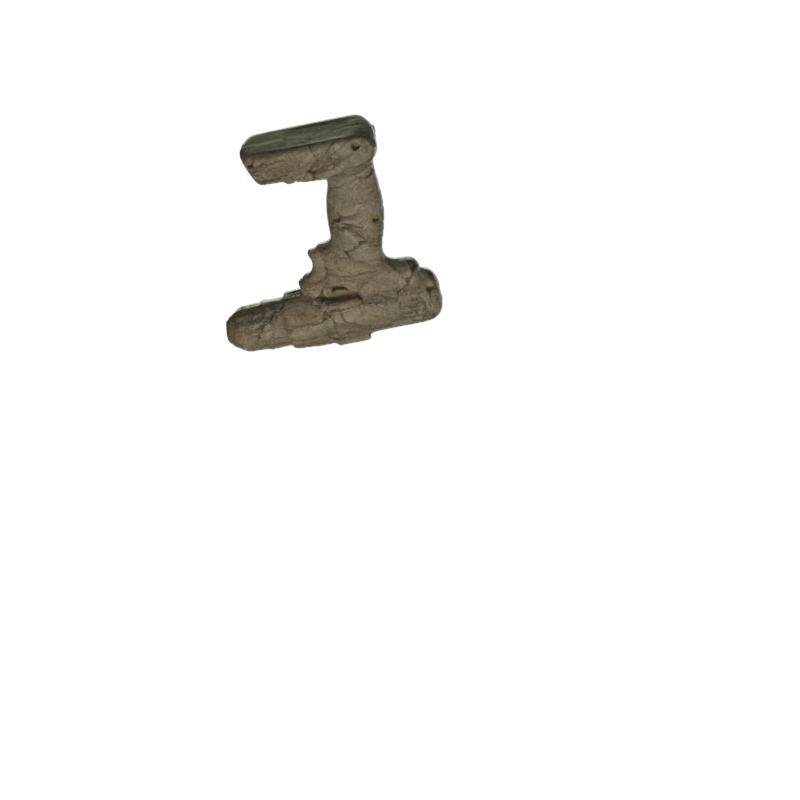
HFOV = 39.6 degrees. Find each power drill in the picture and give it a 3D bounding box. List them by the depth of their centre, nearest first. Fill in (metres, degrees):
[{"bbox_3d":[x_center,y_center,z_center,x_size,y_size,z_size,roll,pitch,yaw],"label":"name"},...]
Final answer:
[{"bbox_3d":[-0.070,-0.128,0.900,0.185,0.176,0.061,-11,30,6],"label":"power drill"}]
